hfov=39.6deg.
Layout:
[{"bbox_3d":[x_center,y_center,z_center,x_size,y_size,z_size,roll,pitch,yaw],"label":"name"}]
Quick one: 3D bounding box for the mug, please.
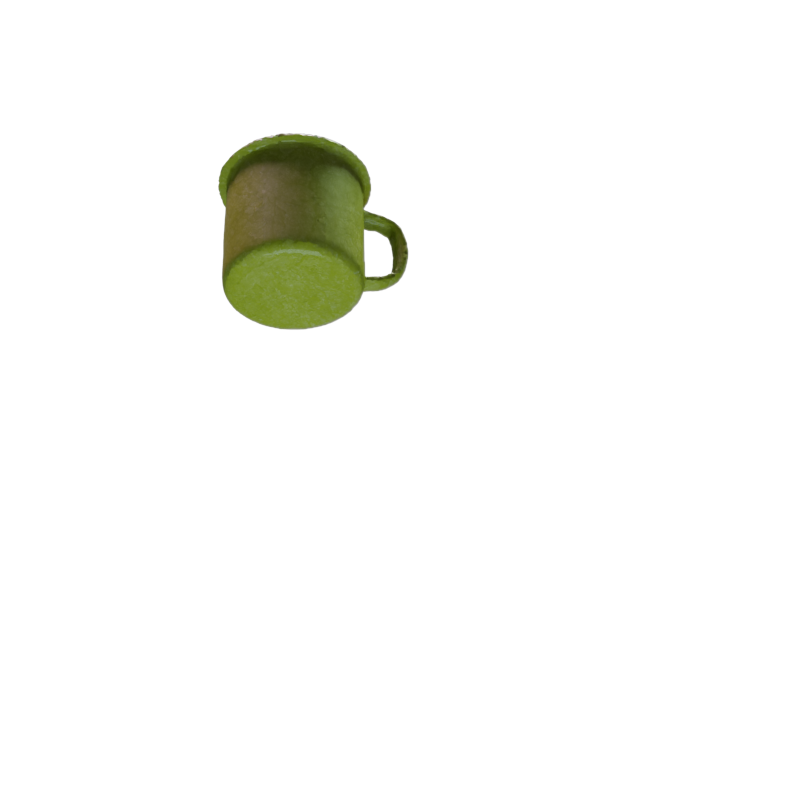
[{"bbox_3d":[-0.051,-0.093,0.652,0.114,0.087,0.090,12,-37,-18],"label":"mug"}]
